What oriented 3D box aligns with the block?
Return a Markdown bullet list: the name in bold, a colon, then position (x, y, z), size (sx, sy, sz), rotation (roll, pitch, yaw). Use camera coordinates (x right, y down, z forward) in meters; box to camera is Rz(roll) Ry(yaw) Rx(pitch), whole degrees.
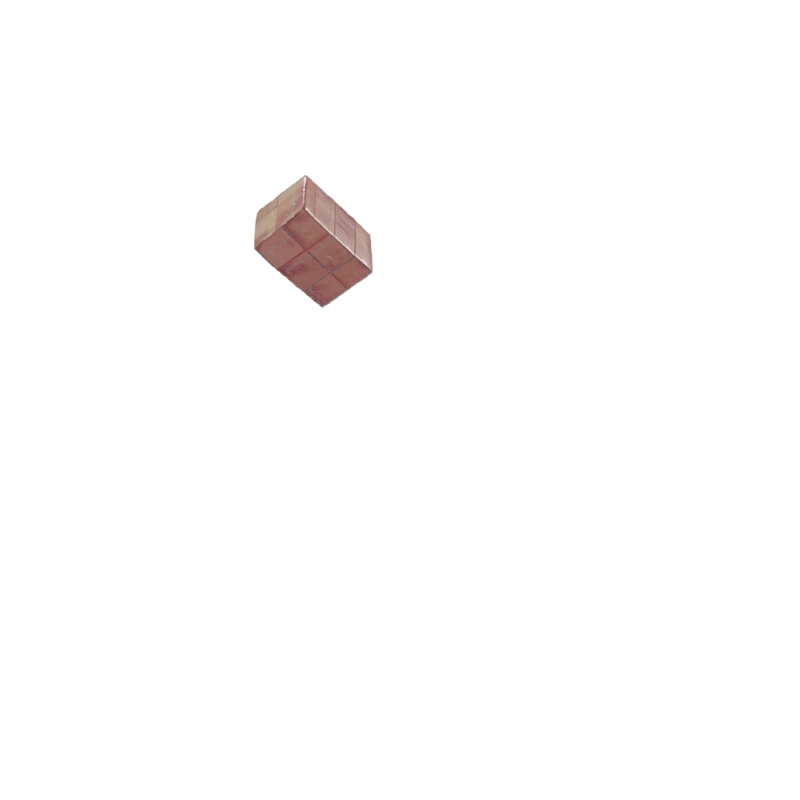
- **block**: position (-0.065, -0.119, 0.832), size (0.052, 0.055, 0.073), rotation (-35, -59, 23)
